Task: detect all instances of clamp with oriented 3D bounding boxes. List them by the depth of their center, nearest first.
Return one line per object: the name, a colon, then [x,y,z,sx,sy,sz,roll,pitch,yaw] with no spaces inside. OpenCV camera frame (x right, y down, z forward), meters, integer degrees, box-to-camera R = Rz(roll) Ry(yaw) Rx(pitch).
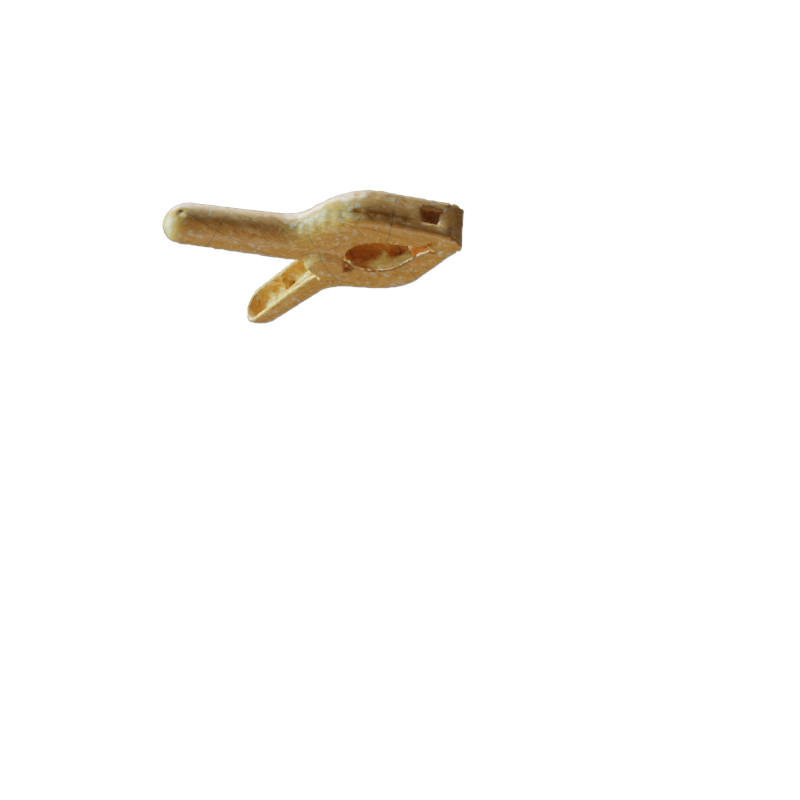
clamp: [-0.051,-0.093,0.652,0.174,0.041,0.112,-13,-26,29]
